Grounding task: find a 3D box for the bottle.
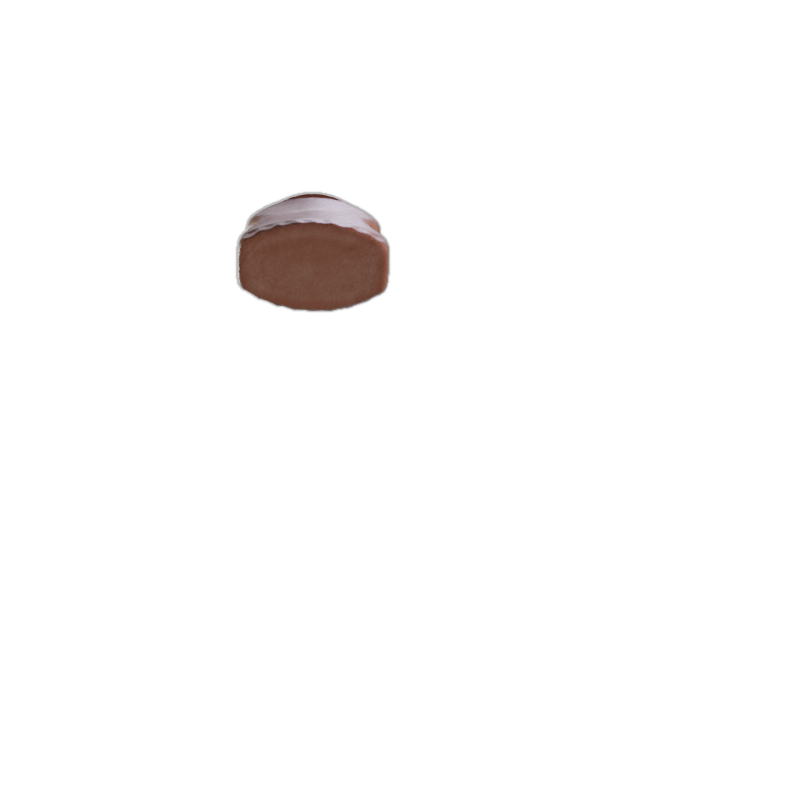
[{"bbox_3d":[-0.061,-0.111,0.780,0.096,0.056,0.198,-1,17,-3],"label":"bottle"}]
